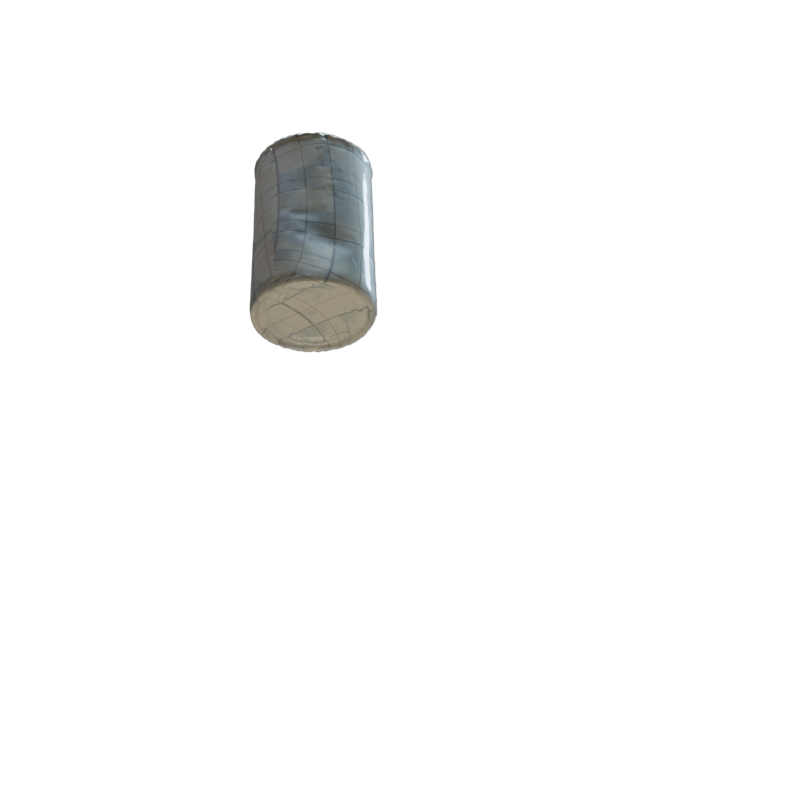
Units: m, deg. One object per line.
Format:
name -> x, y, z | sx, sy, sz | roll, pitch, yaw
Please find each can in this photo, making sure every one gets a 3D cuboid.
can -> -0.047, -0.086, 0.605 | 0.068, 0.109, 0.064 | -1, -35, -2
